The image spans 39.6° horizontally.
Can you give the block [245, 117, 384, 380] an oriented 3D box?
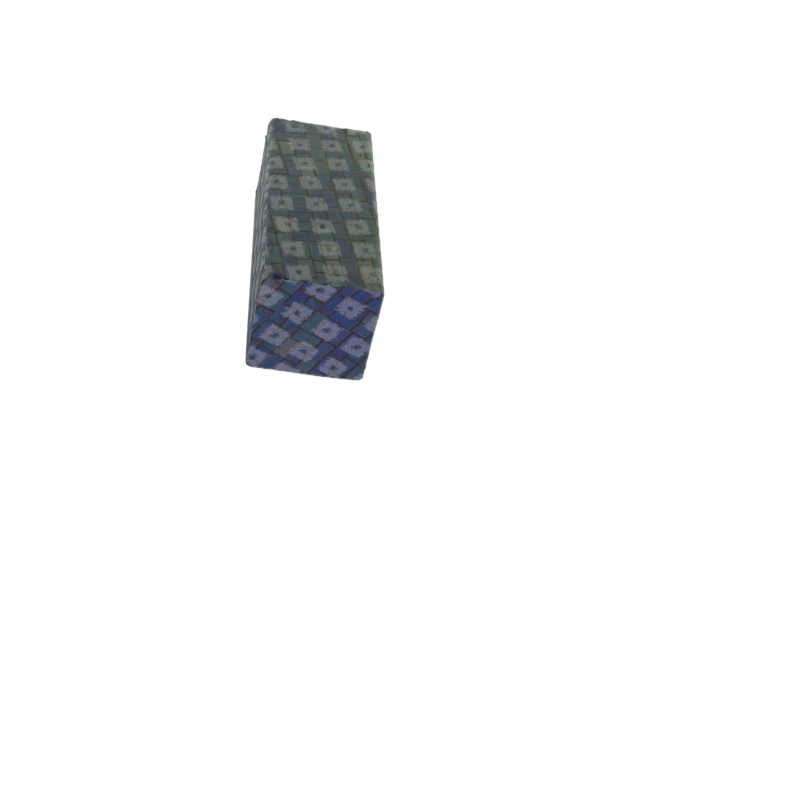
[{"bbox_3d":[-0.069,-0.124,0.872,0.089,0.085,0.221,6,42,-10],"label":"block"}]
